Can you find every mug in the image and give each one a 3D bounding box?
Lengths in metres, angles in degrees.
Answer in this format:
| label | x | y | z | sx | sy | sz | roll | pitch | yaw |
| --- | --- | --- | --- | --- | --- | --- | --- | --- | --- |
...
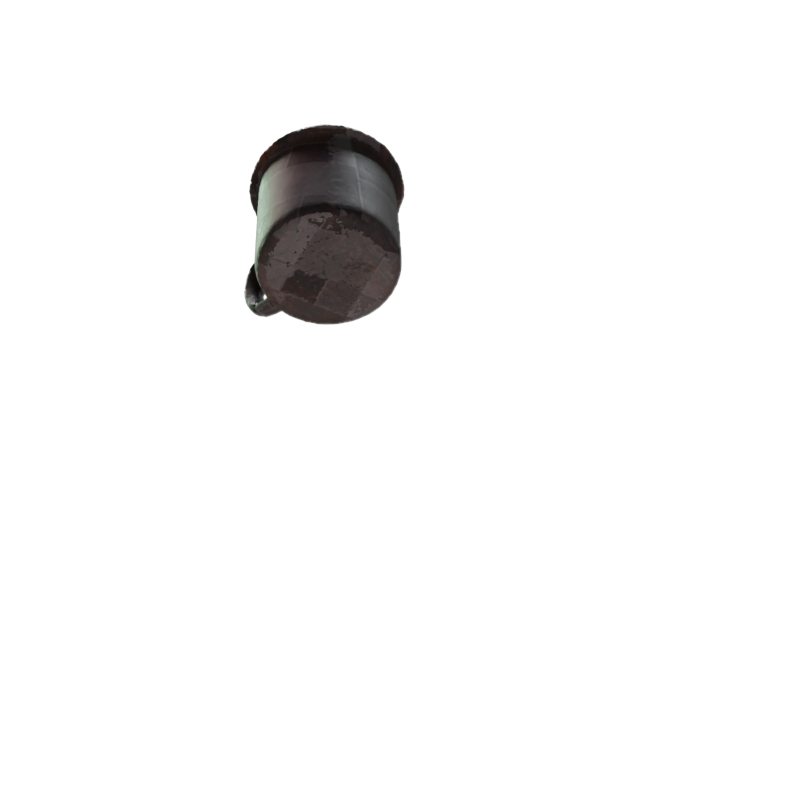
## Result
| label | x | y | z | sx | sy | sz | roll | pitch | yaw |
| --- | --- | --- | --- | --- | --- | --- | --- | --- | --- |
| mug | -0.050 | -0.092 | 0.642 | 0.116 | 0.087 | 0.088 | -38 | -58 | 26 |
